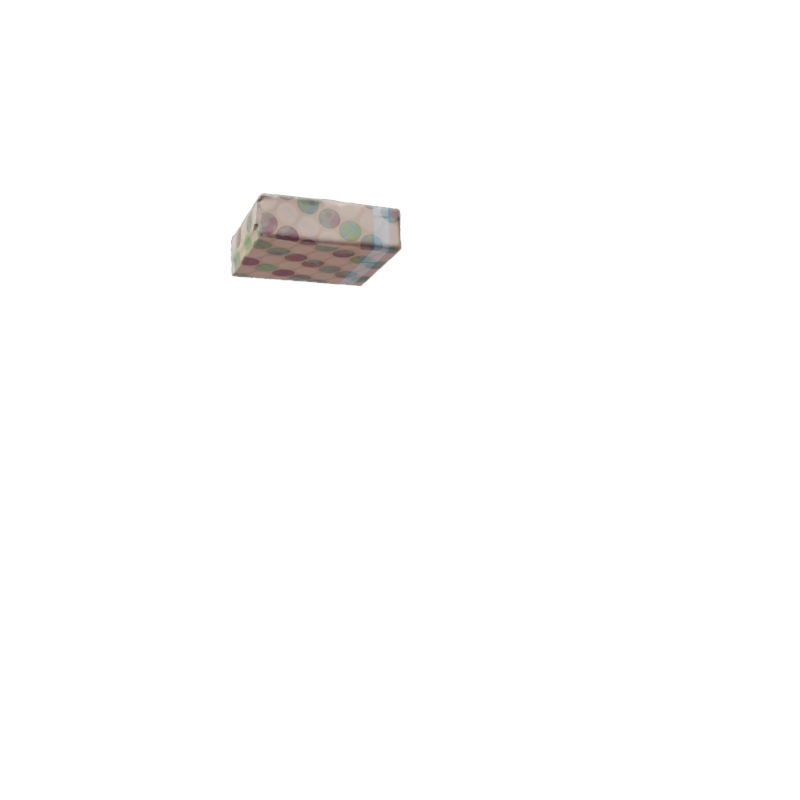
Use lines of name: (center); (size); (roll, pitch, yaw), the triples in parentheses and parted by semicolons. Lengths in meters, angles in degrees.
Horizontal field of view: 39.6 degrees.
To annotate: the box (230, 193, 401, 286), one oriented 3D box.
box: (-0.053, -0.097, 0.676); (0.087, 0.031, 0.072); (4, -15, -17)
